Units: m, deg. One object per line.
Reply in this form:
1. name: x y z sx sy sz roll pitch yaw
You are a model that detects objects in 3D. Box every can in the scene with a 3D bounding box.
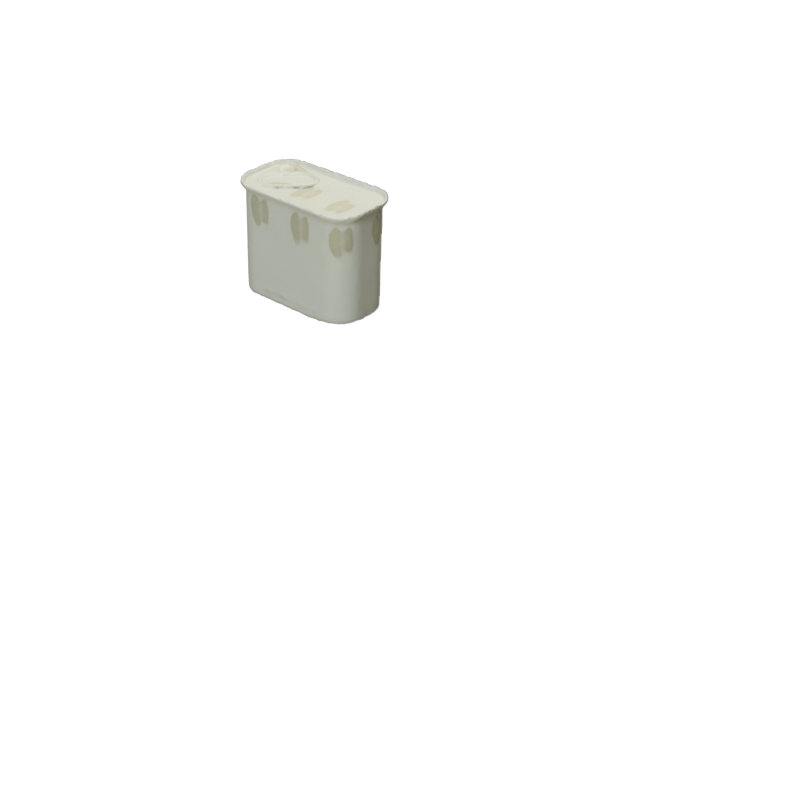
1. can: -0.059 -0.108 0.755 0.108 0.079 0.057 25 38 33
